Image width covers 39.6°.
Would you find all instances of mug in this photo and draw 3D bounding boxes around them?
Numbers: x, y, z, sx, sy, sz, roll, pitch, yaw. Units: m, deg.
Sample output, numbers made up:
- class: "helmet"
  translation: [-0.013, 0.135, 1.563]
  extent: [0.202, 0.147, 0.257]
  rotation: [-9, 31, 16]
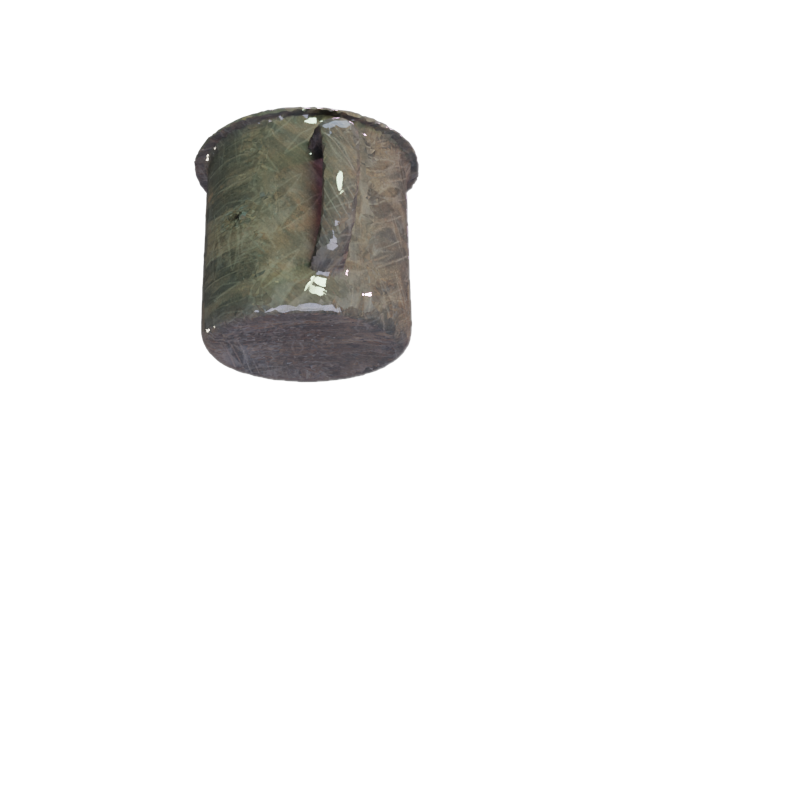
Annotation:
- class: "mug"
  translation: [-0.034, -0.062, 0.433]
  extent: [0.091, 0.086, 0.113]
  rotation: [6, -24, -15]
